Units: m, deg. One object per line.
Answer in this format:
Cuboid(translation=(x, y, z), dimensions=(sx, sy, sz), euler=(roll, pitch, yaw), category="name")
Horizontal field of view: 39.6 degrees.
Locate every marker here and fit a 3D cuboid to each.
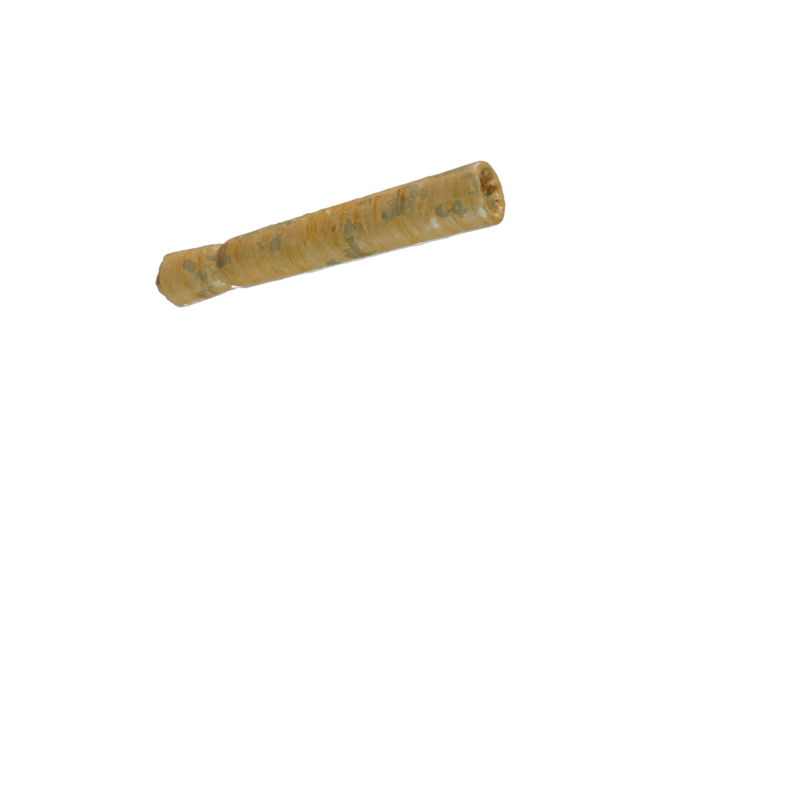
Cuboid(translation=(-0.027, -0.049, 0.341), dimensions=(0.123, 0.020, 0.019), euler=(-11, -2, 30), category="marker")
